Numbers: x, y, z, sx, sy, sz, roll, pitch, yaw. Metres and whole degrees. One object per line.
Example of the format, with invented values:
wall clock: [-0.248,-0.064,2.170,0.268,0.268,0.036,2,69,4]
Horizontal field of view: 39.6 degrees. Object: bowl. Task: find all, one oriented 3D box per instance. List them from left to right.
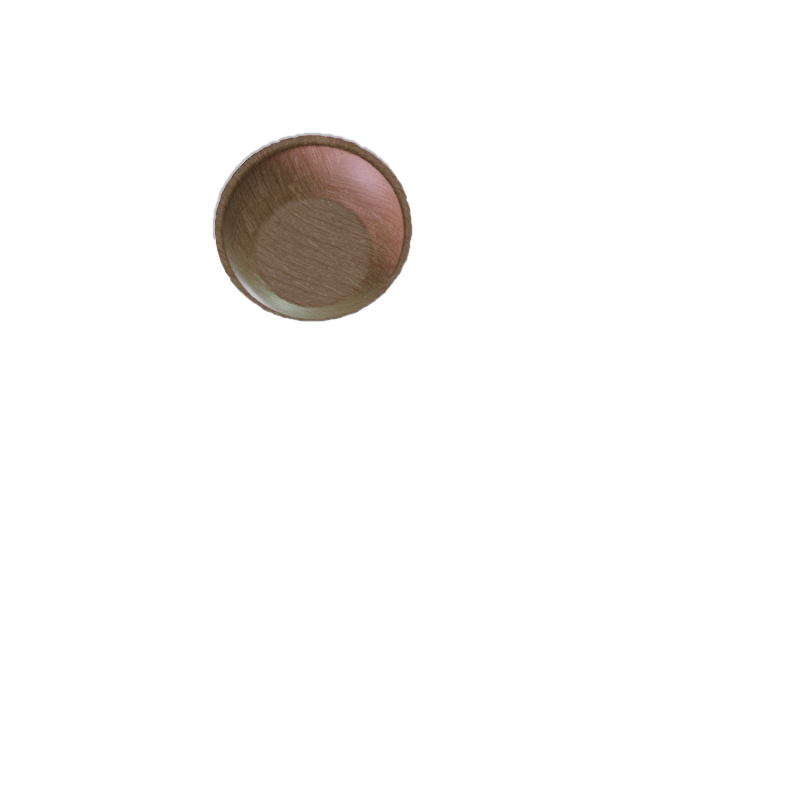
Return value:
bowl: [-0.069,-0.125,0.878,0.162,0.154,0.058,1,22,-1]
